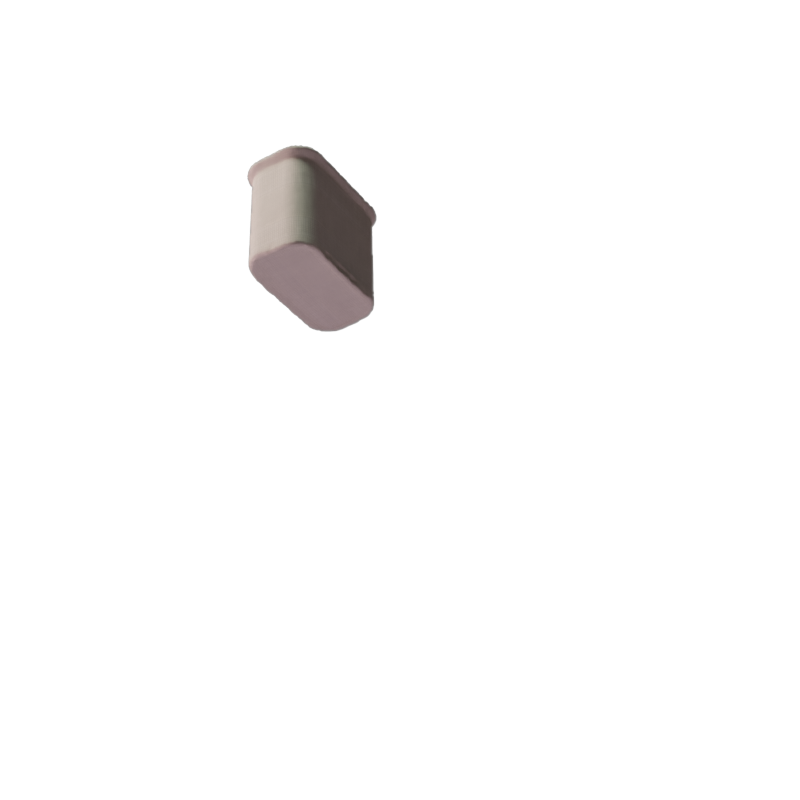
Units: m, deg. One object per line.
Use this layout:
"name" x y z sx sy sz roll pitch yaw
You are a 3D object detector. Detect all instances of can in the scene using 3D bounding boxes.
"can" -0.059 -0.107 0.749 0.058 0.090 0.094 -22 -41 25
